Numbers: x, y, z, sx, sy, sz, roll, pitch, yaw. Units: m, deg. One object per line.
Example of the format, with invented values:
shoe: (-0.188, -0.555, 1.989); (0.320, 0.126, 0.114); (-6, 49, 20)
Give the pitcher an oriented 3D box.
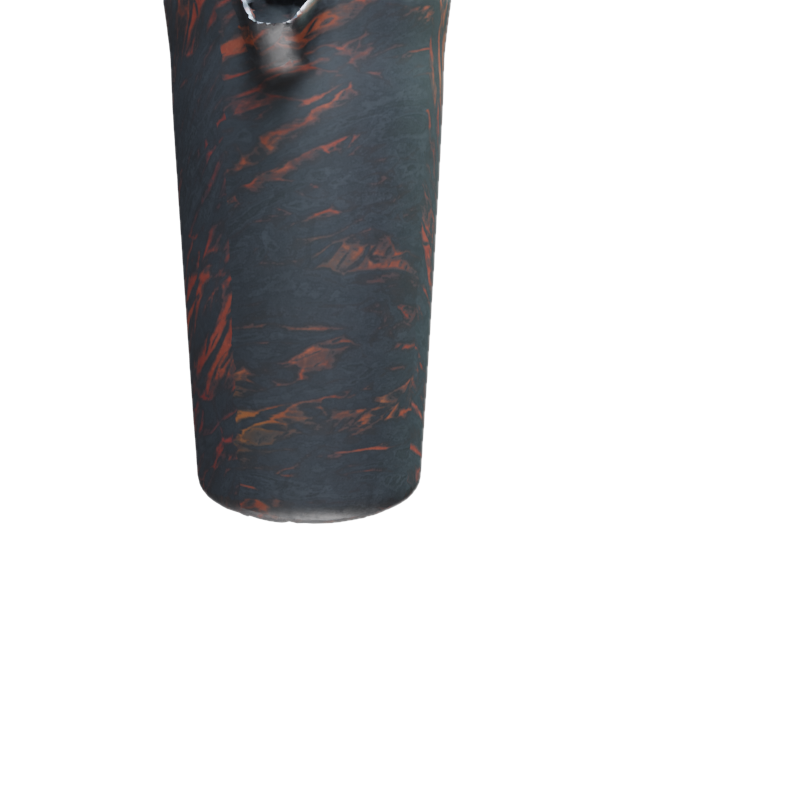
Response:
pitcher: (-0.042, -0.077, 0.537); (0.144, 0.239, 0.152); (-6, 10, -39)
